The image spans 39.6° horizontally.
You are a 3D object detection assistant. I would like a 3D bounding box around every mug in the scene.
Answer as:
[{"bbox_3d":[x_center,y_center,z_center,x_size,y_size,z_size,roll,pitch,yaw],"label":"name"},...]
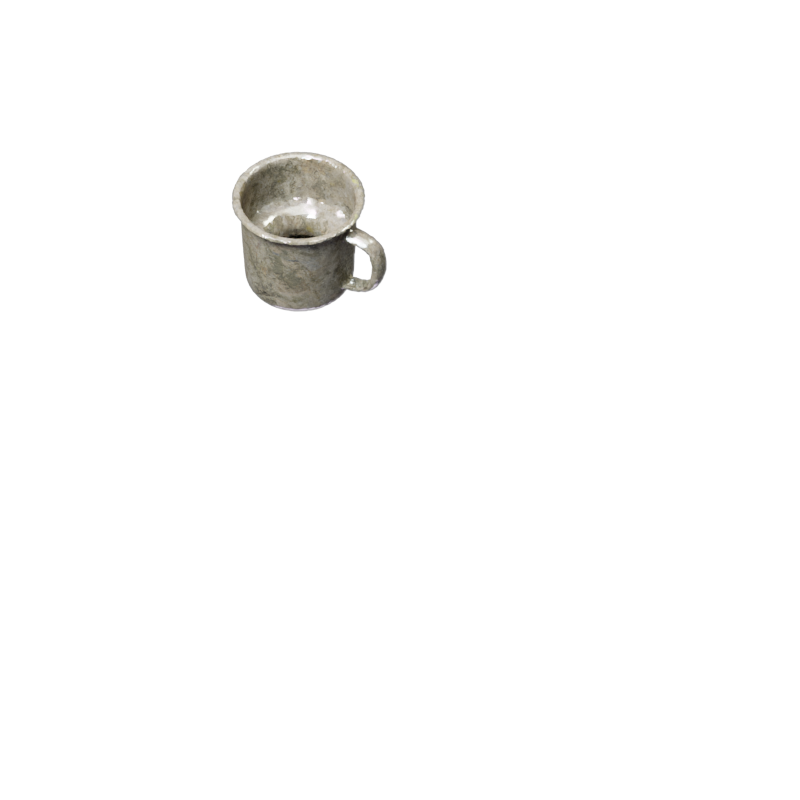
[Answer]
[{"bbox_3d":[-0.062,-0.114,0.796,0.122,0.096,0.076,23,-37,17],"label":"mug"}]
